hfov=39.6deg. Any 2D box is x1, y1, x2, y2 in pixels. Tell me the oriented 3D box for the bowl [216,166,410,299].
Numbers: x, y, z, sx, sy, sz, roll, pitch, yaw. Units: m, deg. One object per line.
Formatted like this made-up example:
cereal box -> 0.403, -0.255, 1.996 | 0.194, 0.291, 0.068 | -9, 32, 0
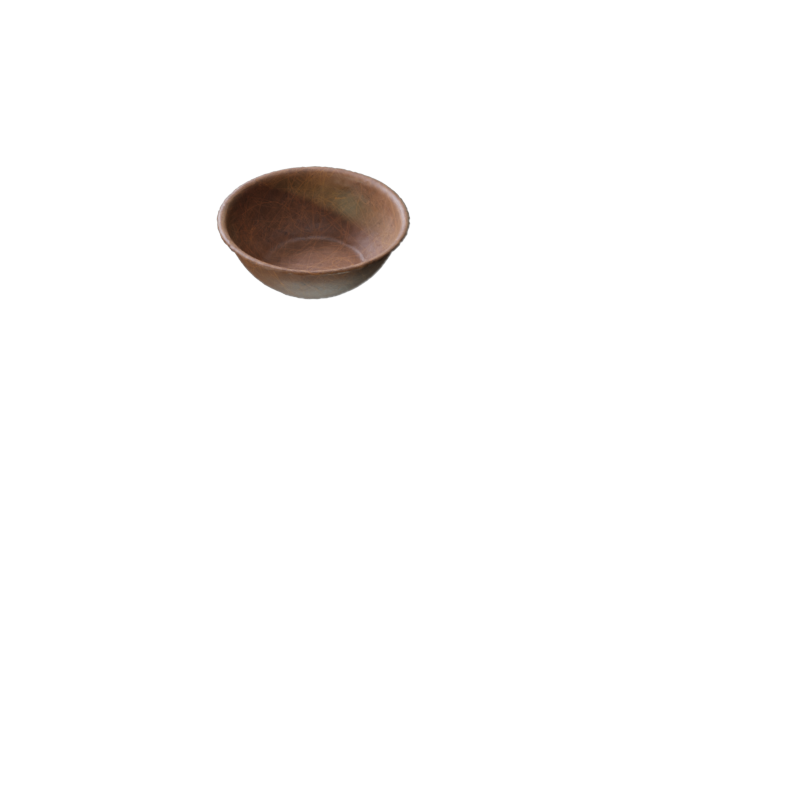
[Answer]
bowl -> -0.074, -0.134, 0.942 | 0.162, 0.051, 0.174 | -1, 40, -2
